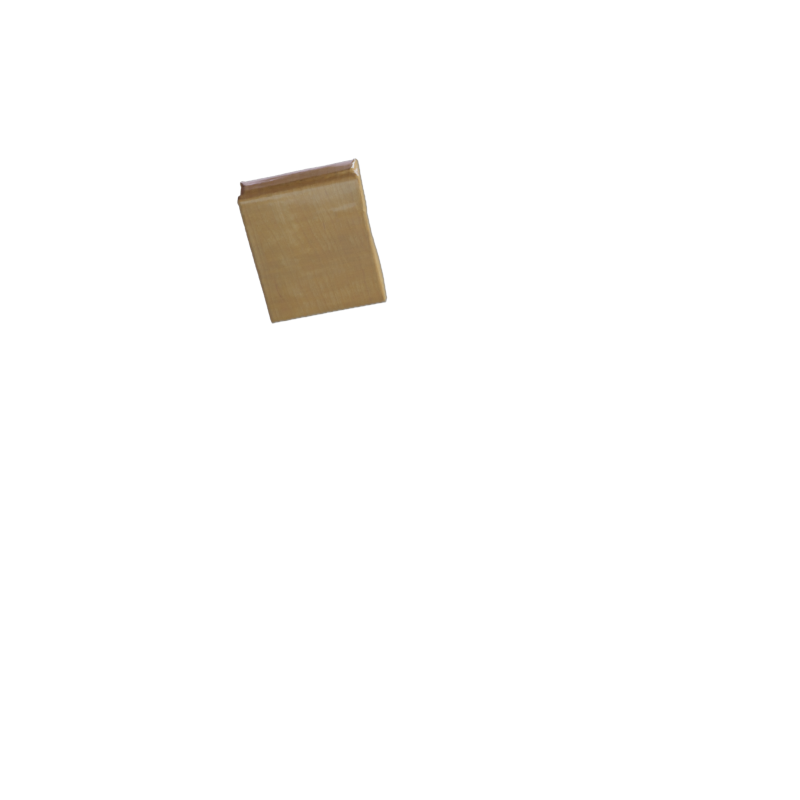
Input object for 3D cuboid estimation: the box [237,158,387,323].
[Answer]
[{"bbox_3d":[-0.052,-0.096,0.668,0.073,0.084,0.032,-11,28,5],"label":"box"}]
